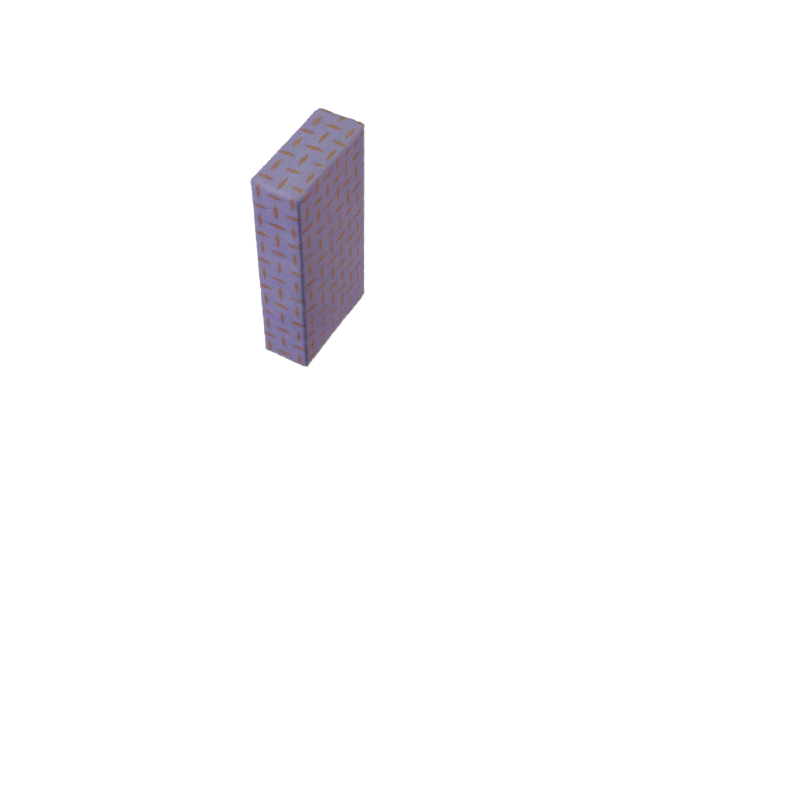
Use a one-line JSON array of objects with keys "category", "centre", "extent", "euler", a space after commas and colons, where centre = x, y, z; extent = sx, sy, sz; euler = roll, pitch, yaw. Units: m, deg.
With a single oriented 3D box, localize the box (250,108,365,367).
[{"category": "box", "centre": [-0.064, -0.116, 0.816], "extent": [0.050, 0.096, 0.164], "euler": [24, -36, 15]}]
